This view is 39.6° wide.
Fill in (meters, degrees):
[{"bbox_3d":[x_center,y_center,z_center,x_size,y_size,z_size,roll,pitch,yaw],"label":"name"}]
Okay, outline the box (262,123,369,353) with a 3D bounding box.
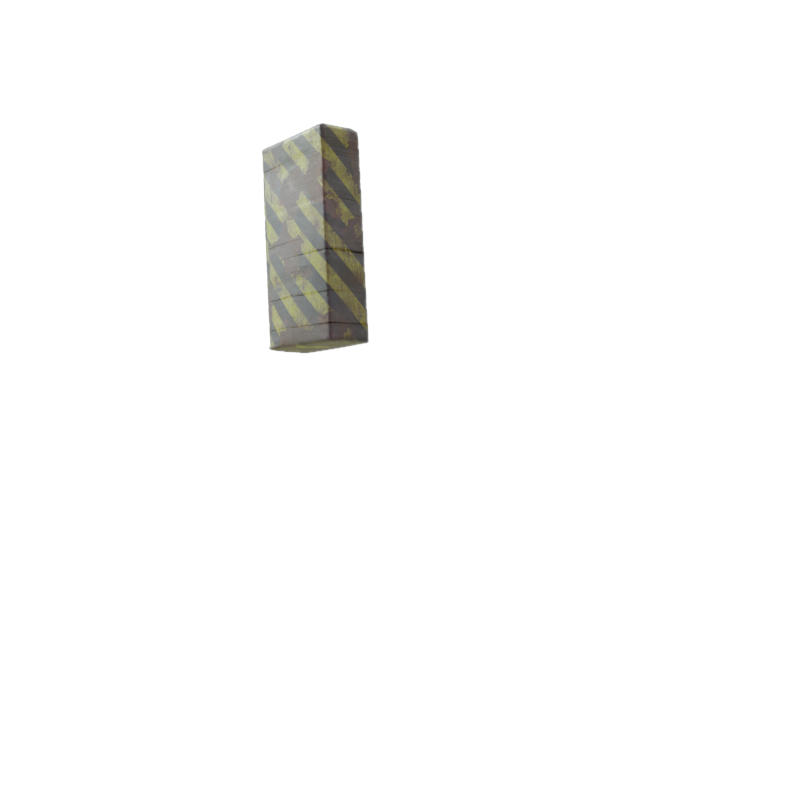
[{"bbox_3d":[-0.071,-0.131,0.915,0.046,0.181,0.095,7,-13,-37],"label":"box"}]
